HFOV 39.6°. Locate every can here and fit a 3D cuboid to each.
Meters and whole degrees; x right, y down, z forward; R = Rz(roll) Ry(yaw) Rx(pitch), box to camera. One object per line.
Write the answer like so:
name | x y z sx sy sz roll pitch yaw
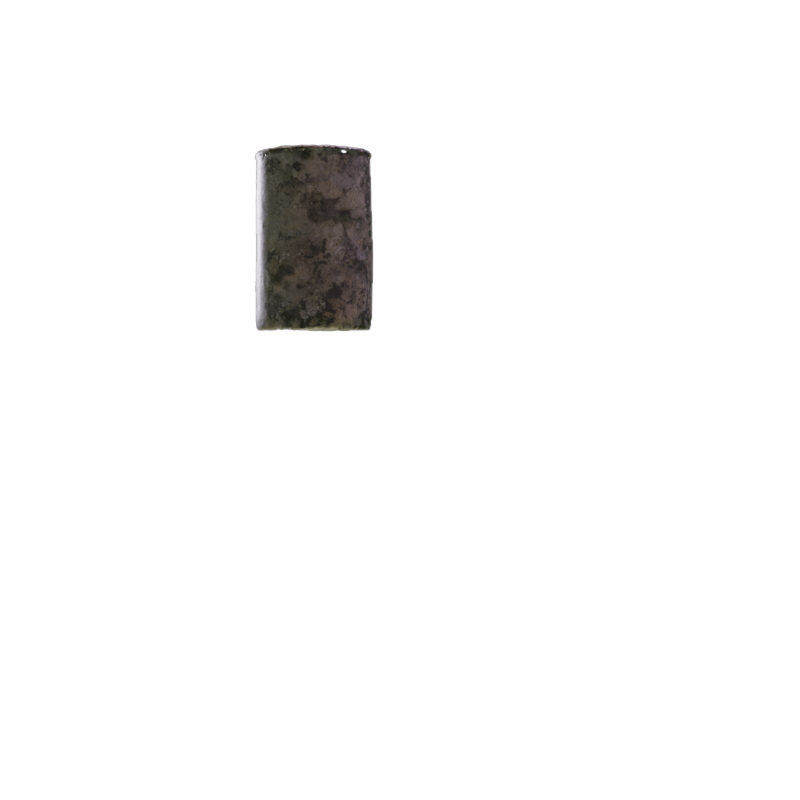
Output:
can | -0.050 -0.091 0.638 0.068 0.103 0.068 0 -3 -2
